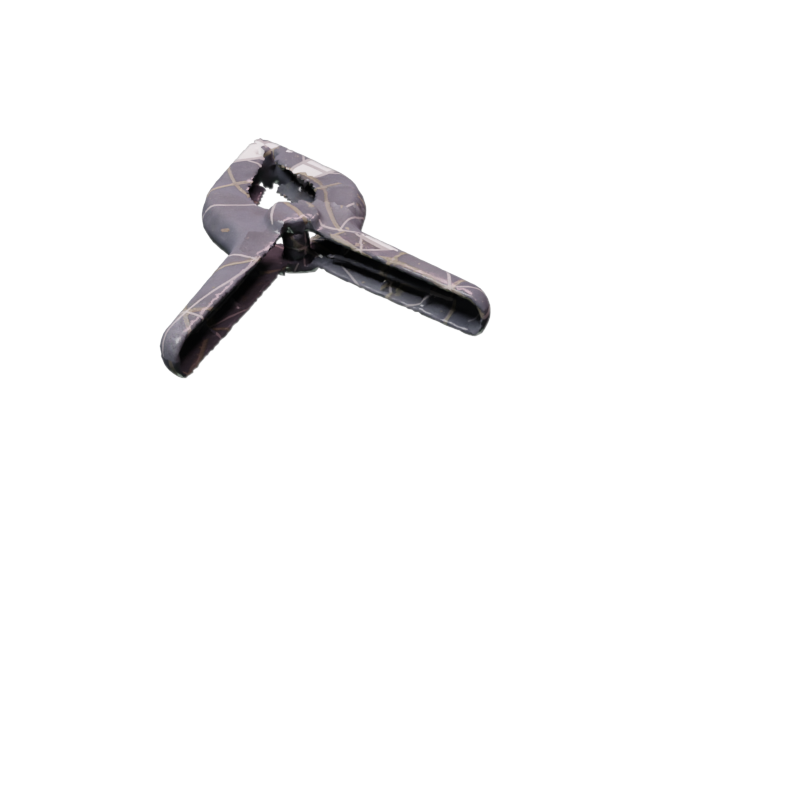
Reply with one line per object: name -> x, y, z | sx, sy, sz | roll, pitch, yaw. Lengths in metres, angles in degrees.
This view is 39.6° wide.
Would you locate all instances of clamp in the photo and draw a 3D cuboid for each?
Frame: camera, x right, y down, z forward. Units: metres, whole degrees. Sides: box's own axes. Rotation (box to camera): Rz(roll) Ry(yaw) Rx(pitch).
clamp -> -0.048, -0.088, 0.616 | 0.163, 0.034, 0.226 | -4, 37, -6
